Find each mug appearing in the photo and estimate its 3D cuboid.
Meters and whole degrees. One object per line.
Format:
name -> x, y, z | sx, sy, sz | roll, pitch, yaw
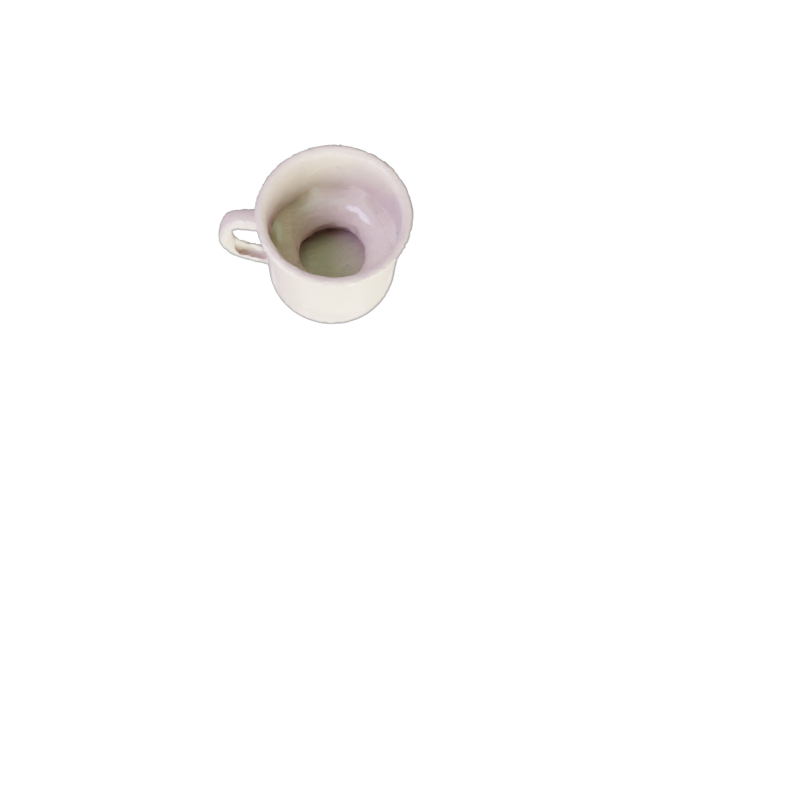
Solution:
mug -> -0.054, -0.098, 0.684 | 0.117, 0.098, 0.077 | 1, -22, -1
